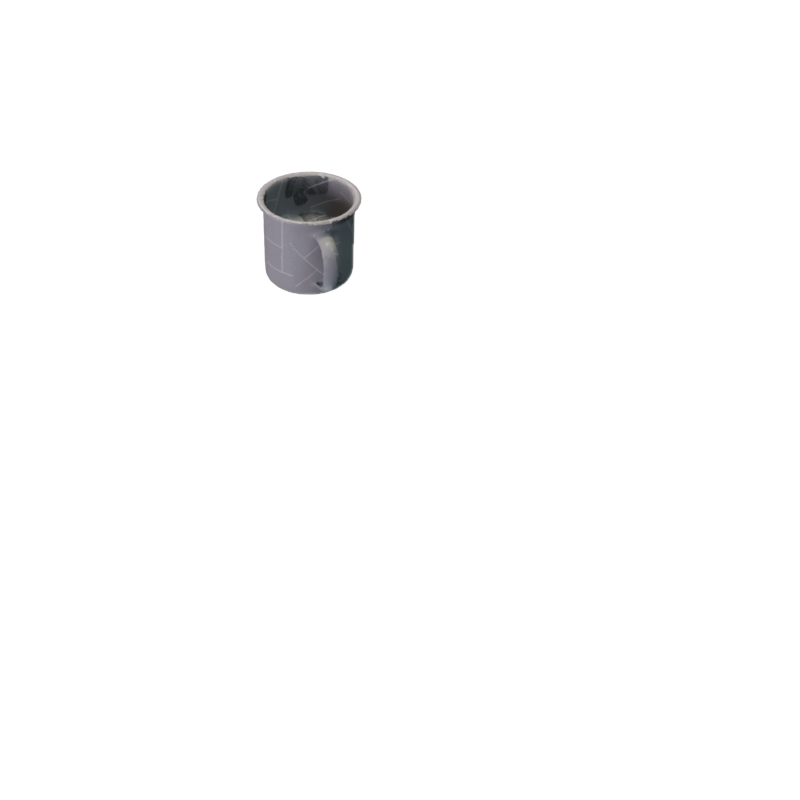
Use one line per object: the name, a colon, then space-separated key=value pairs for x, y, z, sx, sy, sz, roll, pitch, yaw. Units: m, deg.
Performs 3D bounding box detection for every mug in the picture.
mug: x=-0.078 y=-0.142 z=0.994 sx=0.092 sy=0.076 sz=0.127 roll=-12 pitch=39 yaw=-17
